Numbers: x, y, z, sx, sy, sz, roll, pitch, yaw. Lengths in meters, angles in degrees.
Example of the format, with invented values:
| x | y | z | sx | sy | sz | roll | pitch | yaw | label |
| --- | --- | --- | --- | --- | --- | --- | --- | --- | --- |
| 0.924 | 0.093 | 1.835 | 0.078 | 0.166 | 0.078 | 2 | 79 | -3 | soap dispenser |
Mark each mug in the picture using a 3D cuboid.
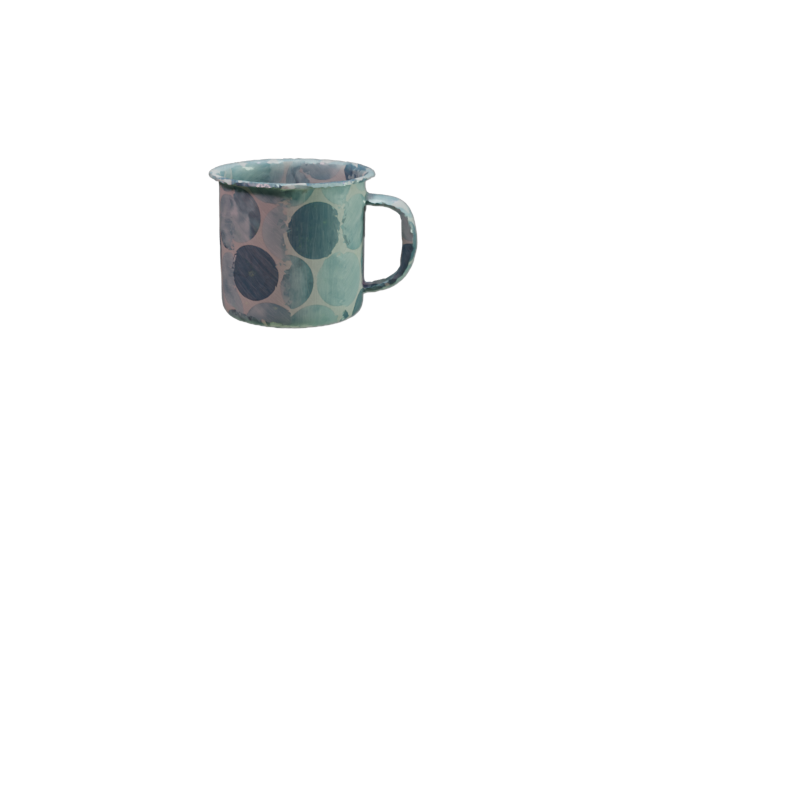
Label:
| x | y | z | sx | sy | sz | roll | pitch | yaw | label |
| --- | --- | --- | --- | --- | --- | --- | --- | --- | --- |
| -0.049 | -0.089 | 0.626 | 0.118 | 0.079 | 0.096 | 2 | 17 | 5 | mug |
